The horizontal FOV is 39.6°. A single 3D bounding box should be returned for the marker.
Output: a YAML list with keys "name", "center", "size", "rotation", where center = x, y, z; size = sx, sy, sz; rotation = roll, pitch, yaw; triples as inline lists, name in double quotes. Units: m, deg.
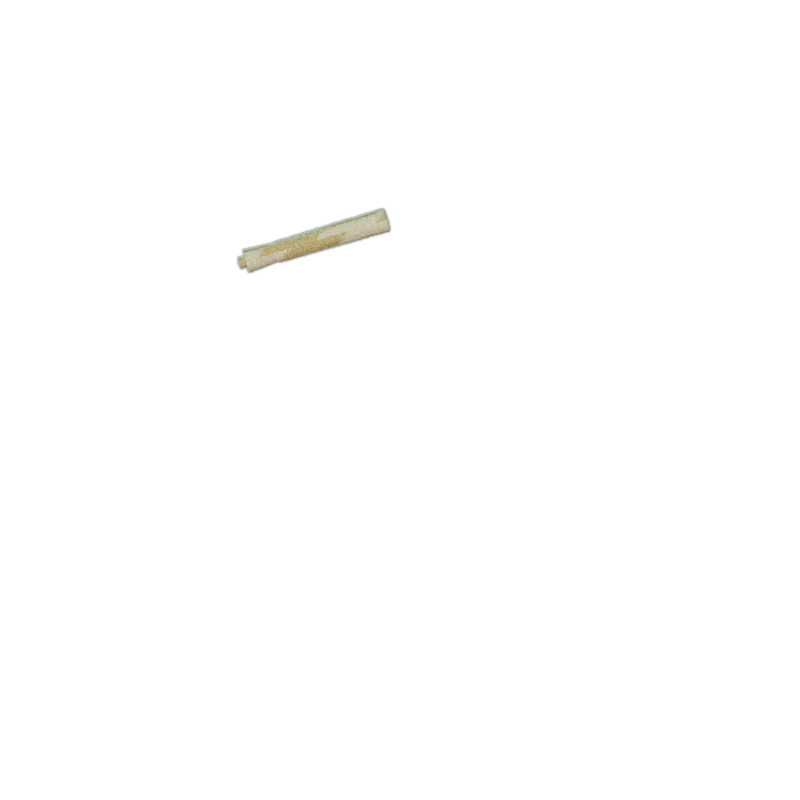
- name: "marker"
  center: [-0.068, -0.124, 0.867]
  size: [0.121, 0.020, 0.020]
  rotation: [-16, 5, -1]
